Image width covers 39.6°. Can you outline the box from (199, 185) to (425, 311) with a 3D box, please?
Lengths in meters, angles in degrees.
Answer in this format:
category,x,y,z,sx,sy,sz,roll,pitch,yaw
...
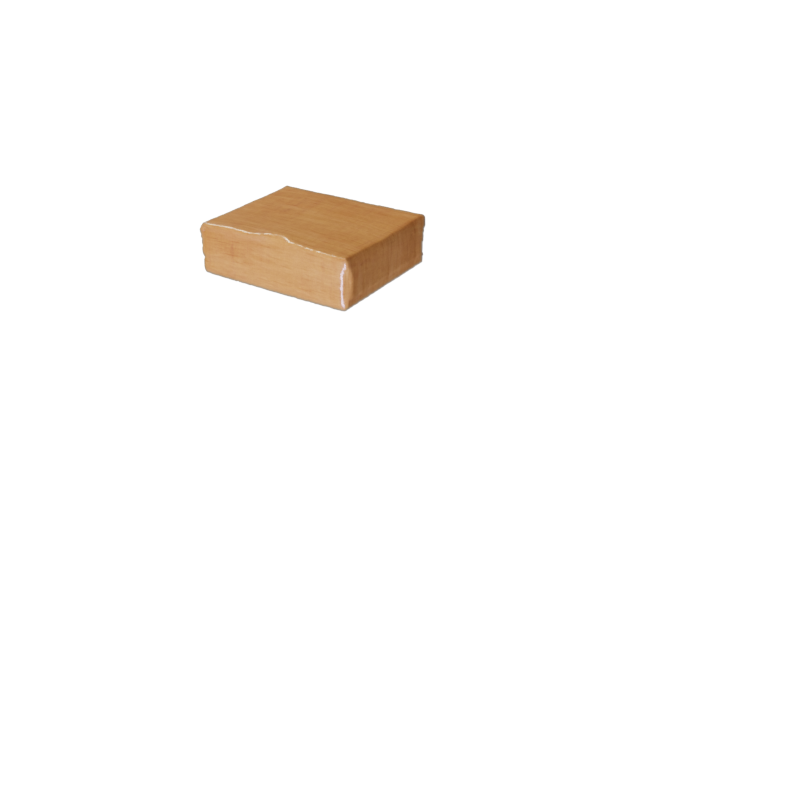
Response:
category,x,y,z,sx,sy,sz,roll,pitch,yaw
box,-0.044,-0.080,0.558,0.094,0.029,0.073,17,32,29
